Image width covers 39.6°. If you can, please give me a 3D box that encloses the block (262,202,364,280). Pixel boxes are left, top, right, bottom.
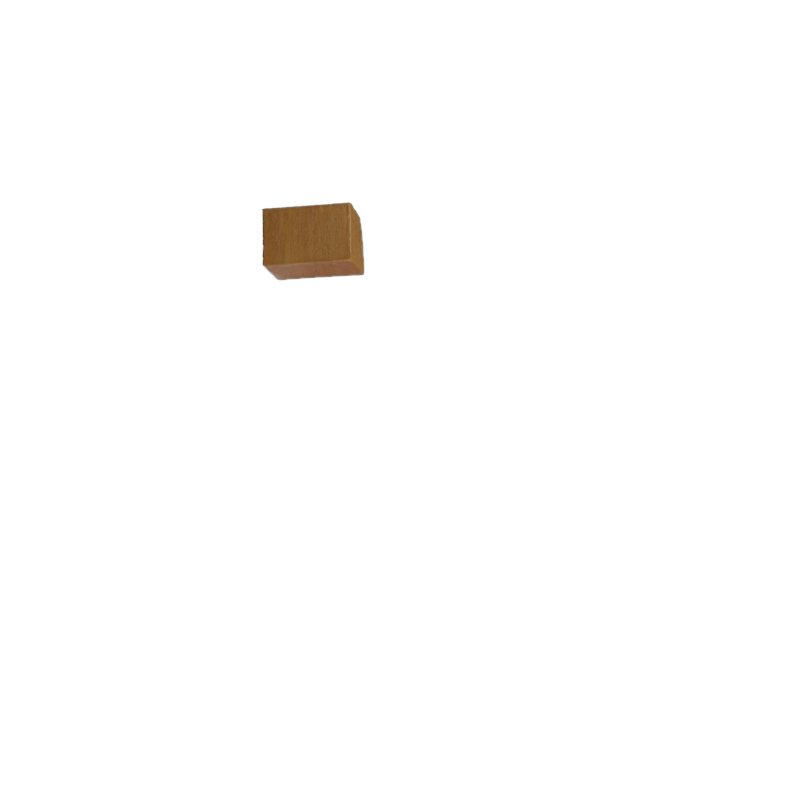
[{"bbox_3d":[-0.073,-0.133,0.933,0.079,0.053,0.050,-2,-12,11],"label":"block"}]
